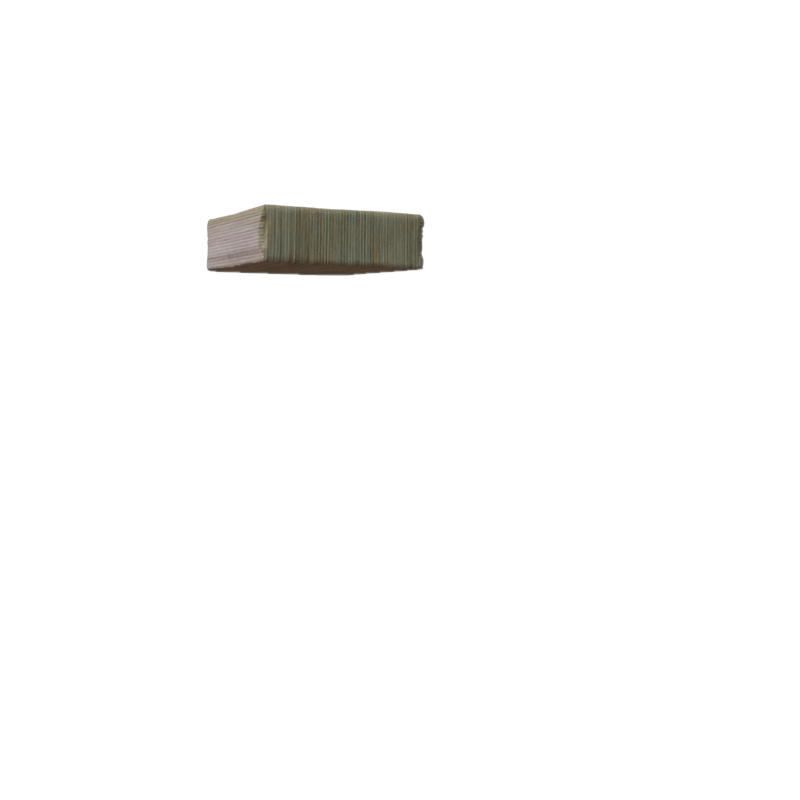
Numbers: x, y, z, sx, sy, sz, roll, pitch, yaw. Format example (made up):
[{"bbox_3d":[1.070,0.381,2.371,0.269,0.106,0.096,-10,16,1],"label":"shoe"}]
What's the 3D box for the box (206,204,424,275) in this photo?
[{"bbox_3d":[-0.044,-0.080,0.558,0.086,0.030,0.075,-1,2,-28],"label":"box"}]
